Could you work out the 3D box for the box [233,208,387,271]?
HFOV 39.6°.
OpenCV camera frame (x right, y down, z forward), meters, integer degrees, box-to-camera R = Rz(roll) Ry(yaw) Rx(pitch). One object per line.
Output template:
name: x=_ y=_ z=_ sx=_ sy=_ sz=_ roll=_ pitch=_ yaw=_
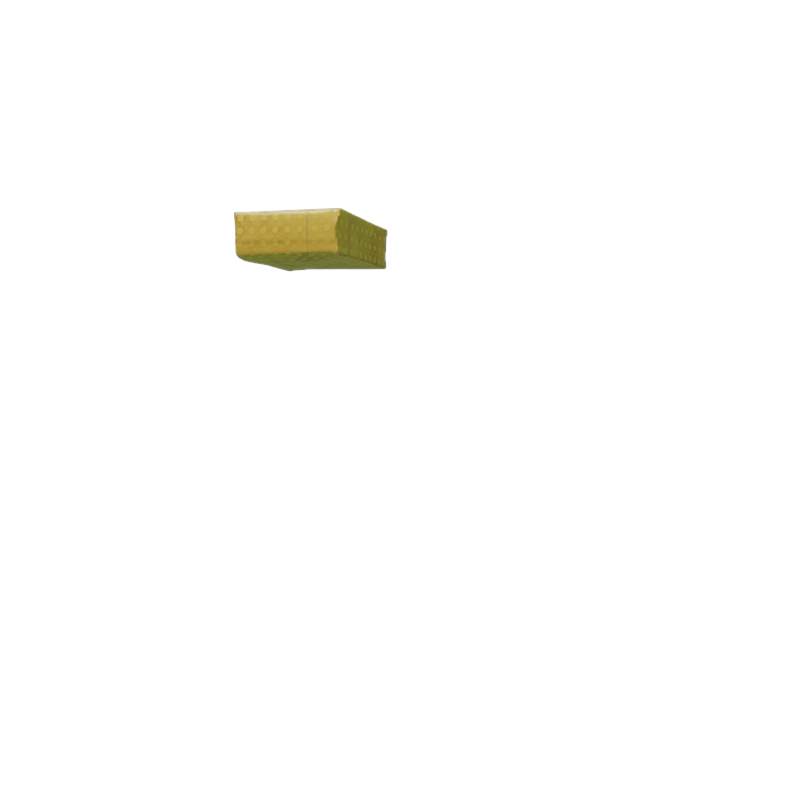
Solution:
box: x=-0.069 y=-0.126 z=0.885 sx=0.092 sy=0.039 sz=0.110 roll=0 pitch=1 yaw=20
